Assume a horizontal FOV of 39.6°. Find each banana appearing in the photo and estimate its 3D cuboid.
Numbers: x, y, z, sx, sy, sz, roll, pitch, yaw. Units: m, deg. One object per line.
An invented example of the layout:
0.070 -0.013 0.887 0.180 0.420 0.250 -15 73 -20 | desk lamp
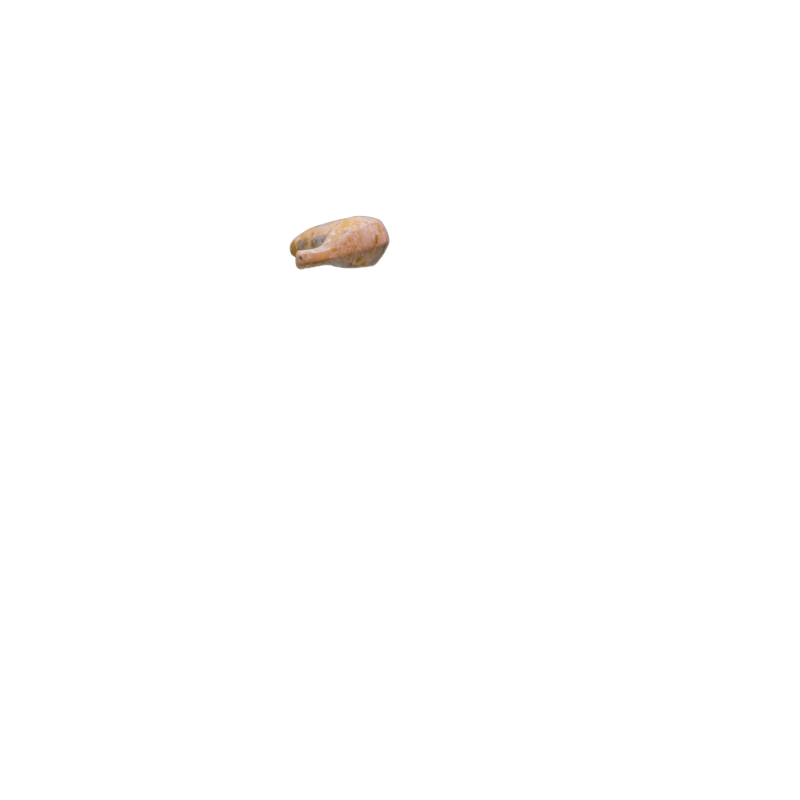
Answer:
-0.045 -0.116 0.813 0.069 0.036 0.201 -1 8 -6 | banana
